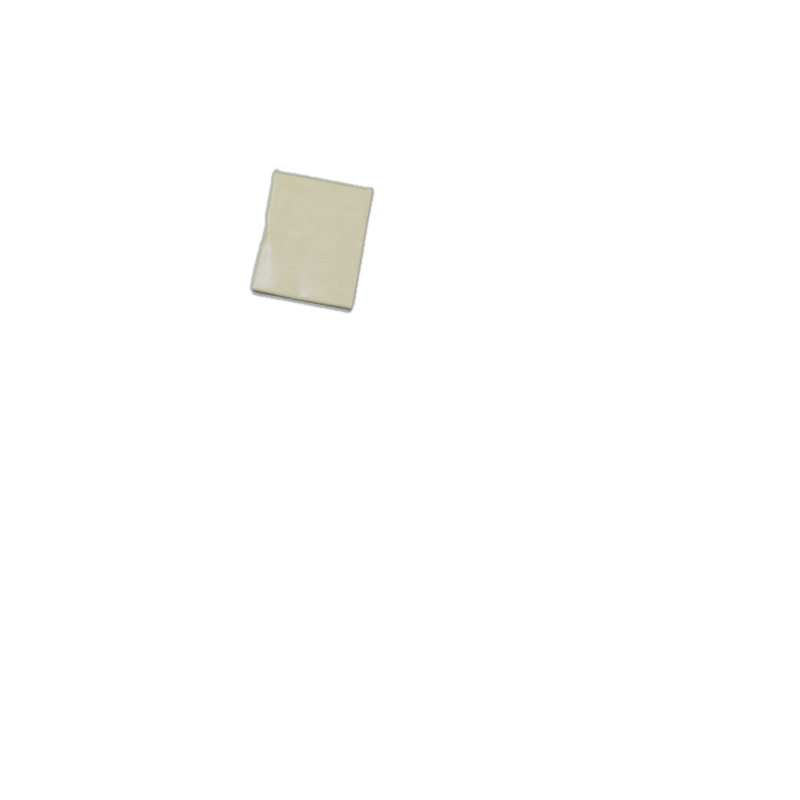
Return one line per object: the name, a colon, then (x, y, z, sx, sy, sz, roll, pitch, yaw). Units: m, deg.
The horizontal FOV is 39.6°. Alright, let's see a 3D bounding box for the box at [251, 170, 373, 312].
box: (-0.062, -0.113, 0.790, 0.073, 0.091, 0.030, 11, -8, 1)
